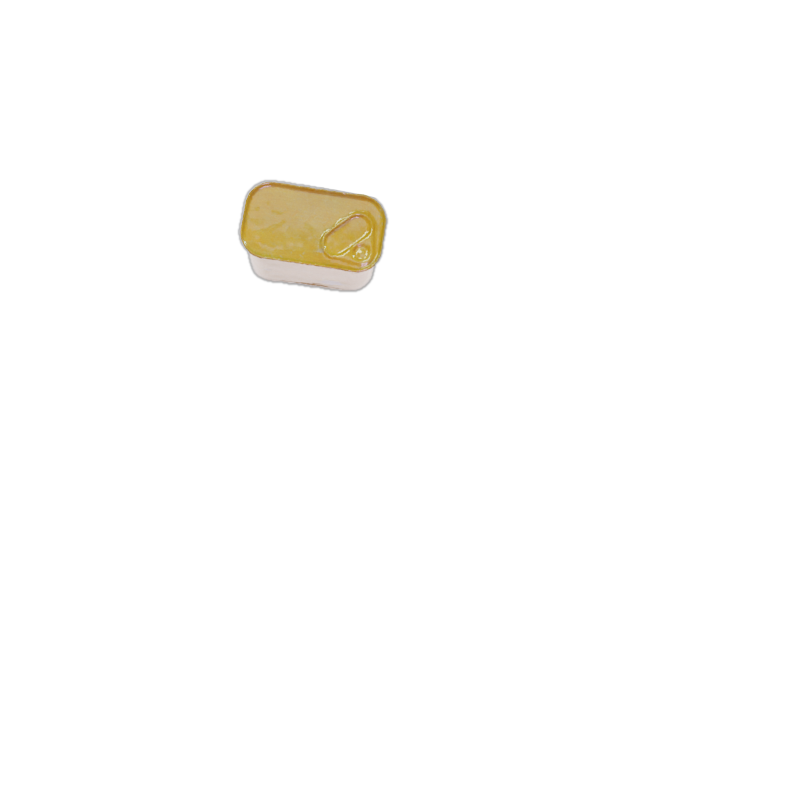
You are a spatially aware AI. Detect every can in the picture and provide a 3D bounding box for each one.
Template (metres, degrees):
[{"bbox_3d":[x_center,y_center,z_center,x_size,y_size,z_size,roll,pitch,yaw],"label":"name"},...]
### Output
[{"bbox_3d":[-0.064,-0.117,0.821,0.102,0.059,0.081,9,-11,0],"label":"can"}]
